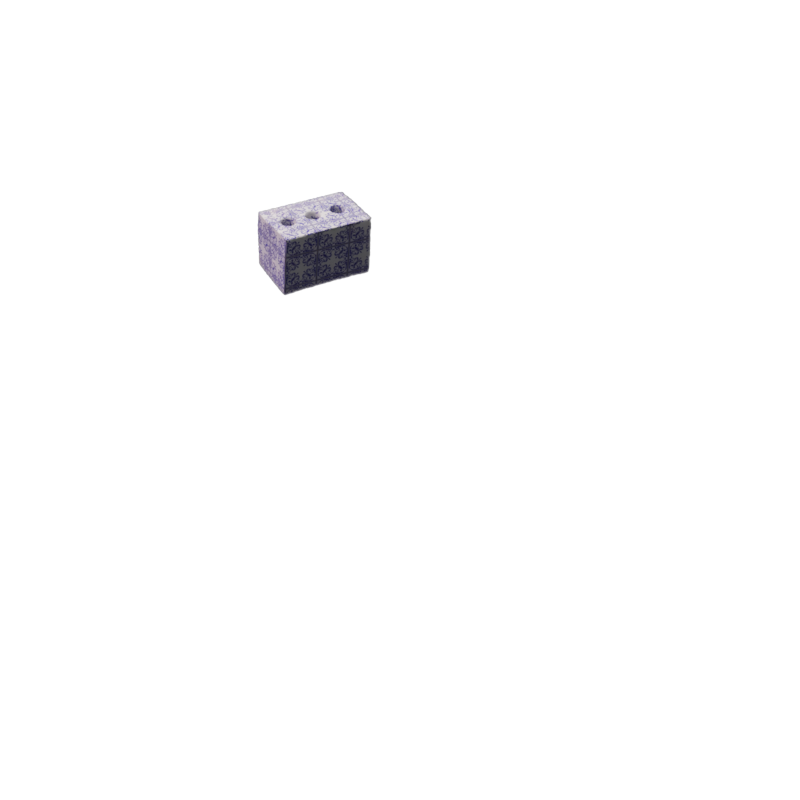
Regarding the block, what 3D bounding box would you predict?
[{"bbox_3d":[-0.070,-0.127,0.888,0.077,0.048,0.057,-18,40,-24],"label":"block"}]
